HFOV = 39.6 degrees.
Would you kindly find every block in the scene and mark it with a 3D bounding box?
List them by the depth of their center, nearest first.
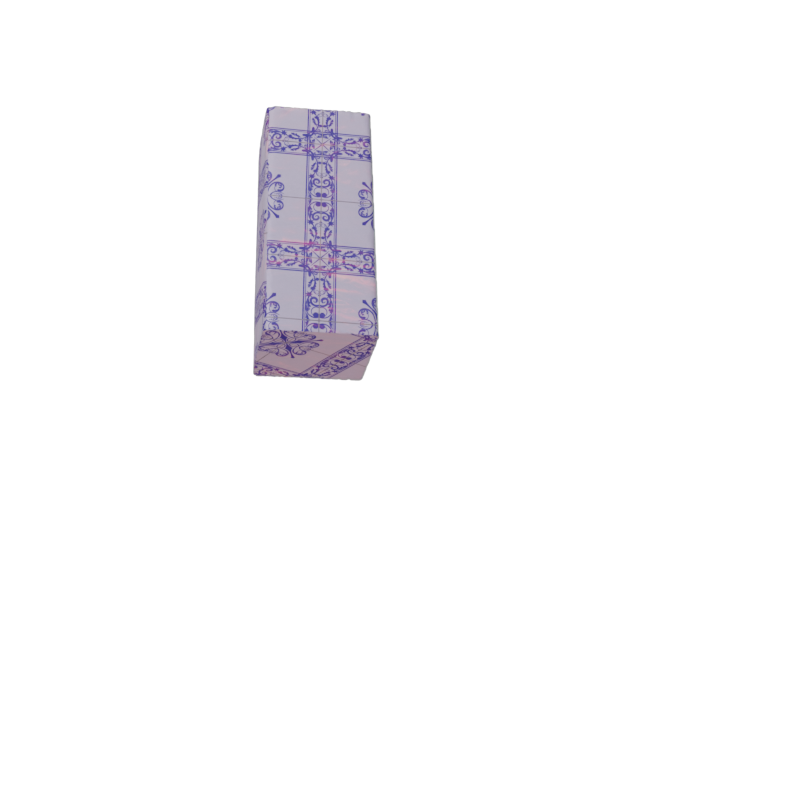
[{"bbox_3d":[-0.072,-0.131,0.912,0.090,0.219,0.086,3,-28,-9],"label":"block"}]
